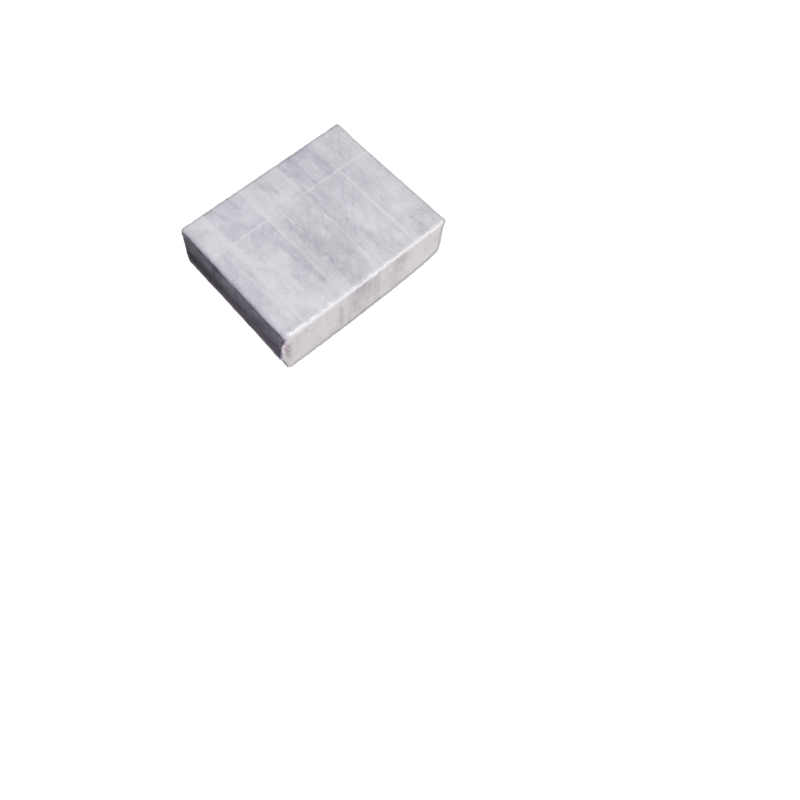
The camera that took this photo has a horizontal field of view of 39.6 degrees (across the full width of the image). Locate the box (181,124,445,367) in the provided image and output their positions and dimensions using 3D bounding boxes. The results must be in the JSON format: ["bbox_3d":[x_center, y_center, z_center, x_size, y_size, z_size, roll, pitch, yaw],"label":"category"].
[{"bbox_3d":[-0.047,-0.086,0.600,0.114,0.095,0.036,-37,-24,-20],"label":"box"}]
